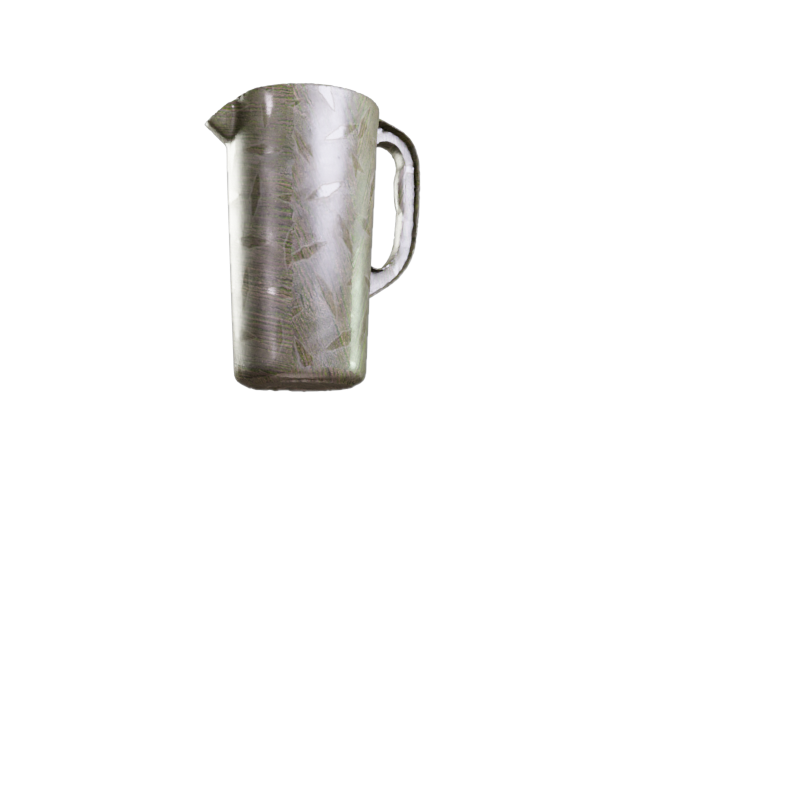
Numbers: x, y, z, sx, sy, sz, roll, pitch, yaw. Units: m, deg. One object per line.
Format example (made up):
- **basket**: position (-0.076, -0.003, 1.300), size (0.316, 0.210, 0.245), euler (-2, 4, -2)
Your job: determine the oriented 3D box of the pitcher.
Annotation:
- **pitcher**: position (-0.073, -0.132, 0.927), size (0.153, 0.250, 0.138), euler (-5, -11, 23)
